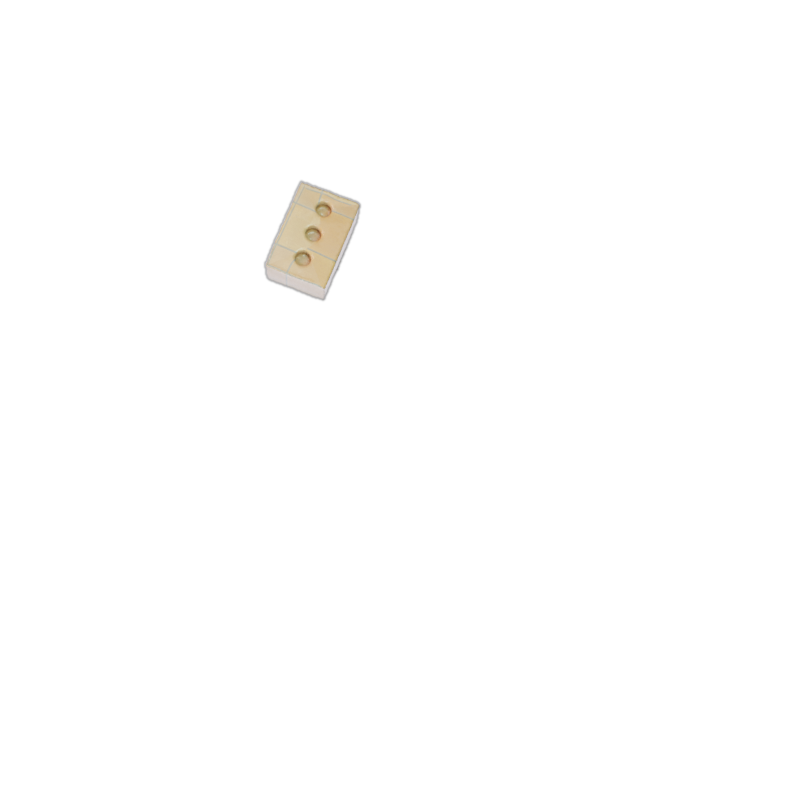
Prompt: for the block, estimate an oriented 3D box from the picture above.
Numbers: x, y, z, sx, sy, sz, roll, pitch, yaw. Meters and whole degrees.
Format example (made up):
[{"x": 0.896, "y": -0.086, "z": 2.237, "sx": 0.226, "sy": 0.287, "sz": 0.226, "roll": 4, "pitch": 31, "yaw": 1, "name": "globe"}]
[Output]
[{"x": -0.070, "y": -0.128, "z": 0.899, "sx": 0.053, "sy": 0.080, "sz": 0.050, "roll": 21, "pitch": -13, "yaw": 2, "name": "block"}]
